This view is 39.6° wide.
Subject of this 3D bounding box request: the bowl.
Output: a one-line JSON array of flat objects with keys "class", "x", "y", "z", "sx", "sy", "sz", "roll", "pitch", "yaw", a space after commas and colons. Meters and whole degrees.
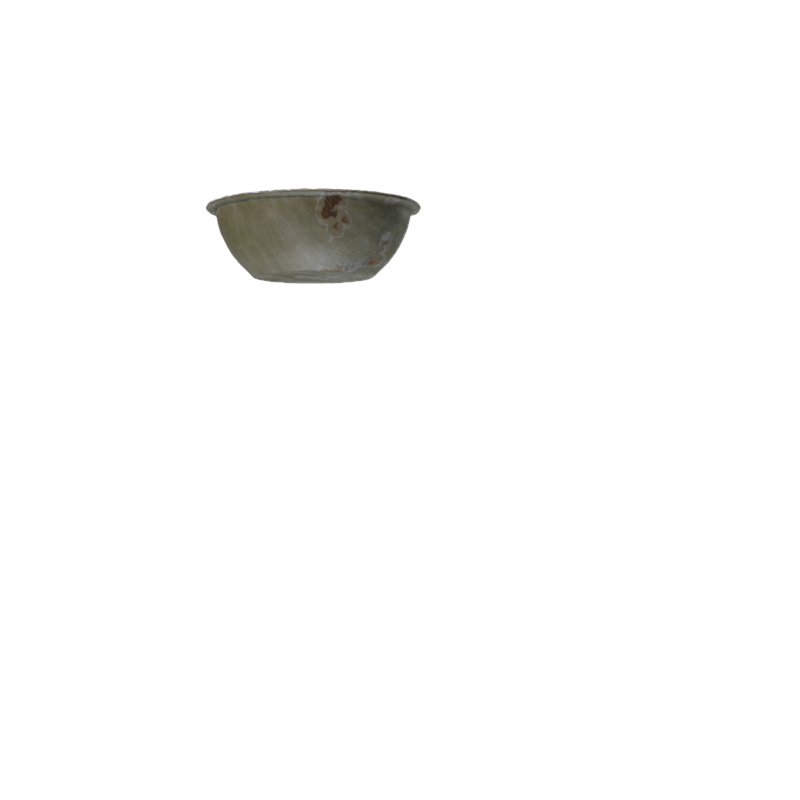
[{"class": "bowl", "x": -0.065, "y": -0.119, "z": 0.833, "sx": 0.162, "sy": 0.056, "sz": 0.161, "roll": 0, "pitch": -1, "yaw": -2}]
